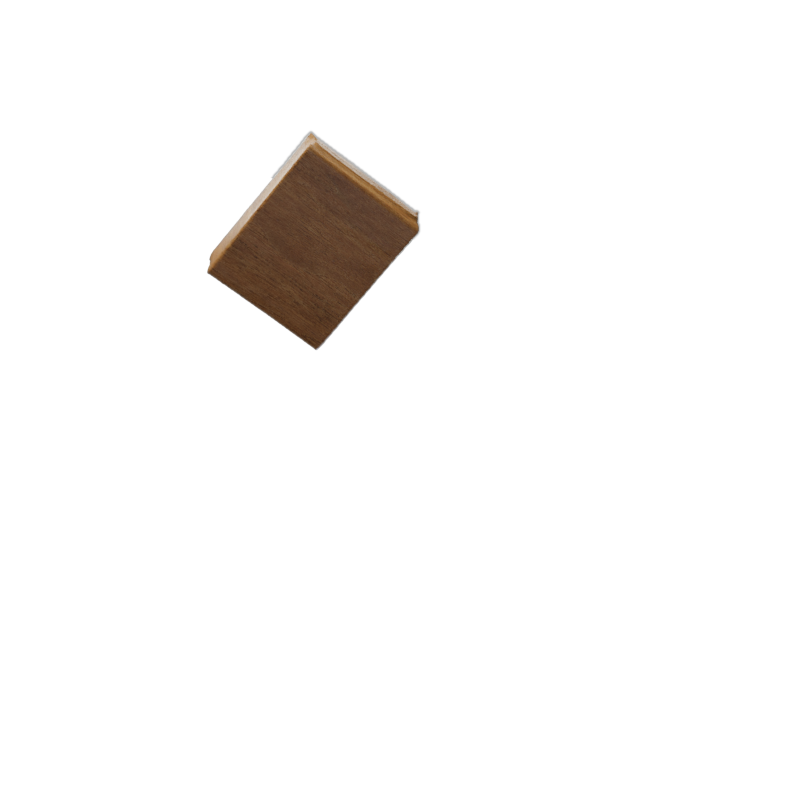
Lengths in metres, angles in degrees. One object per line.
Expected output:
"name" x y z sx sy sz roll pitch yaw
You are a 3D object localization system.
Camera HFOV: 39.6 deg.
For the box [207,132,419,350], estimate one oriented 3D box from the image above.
"box" -0.045 -0.082 0.575 0.071 0.088 0.032 36 18 -15
